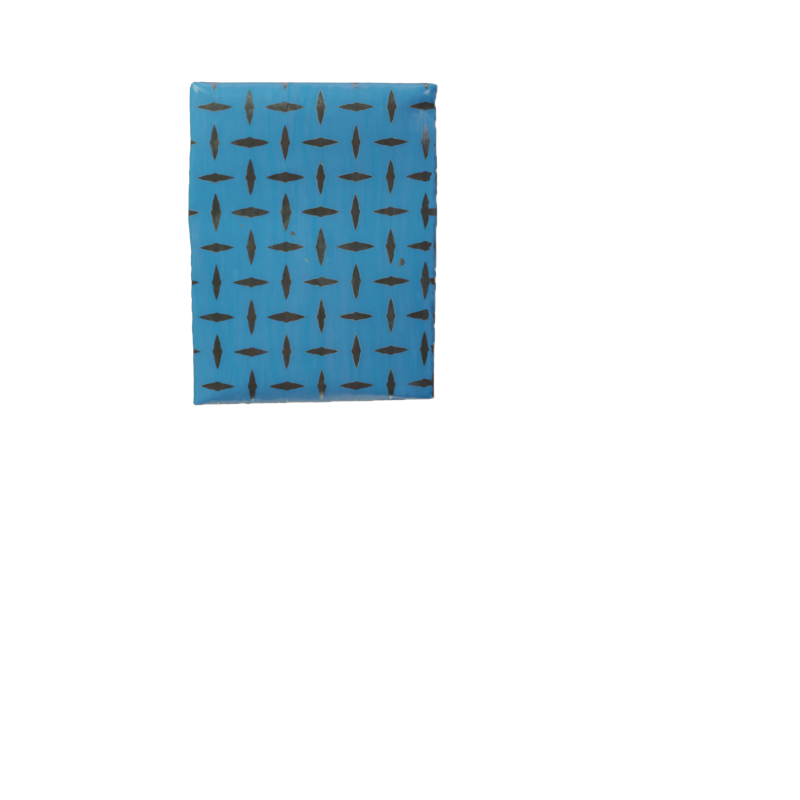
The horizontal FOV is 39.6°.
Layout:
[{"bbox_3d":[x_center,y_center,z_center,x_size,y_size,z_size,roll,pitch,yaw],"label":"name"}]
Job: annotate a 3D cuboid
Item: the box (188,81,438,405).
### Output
[{"bbox_3d":[-0.059,-0.107,0.748,0.164,0.210,0.073,0,8,-3],"label":"box"}]
